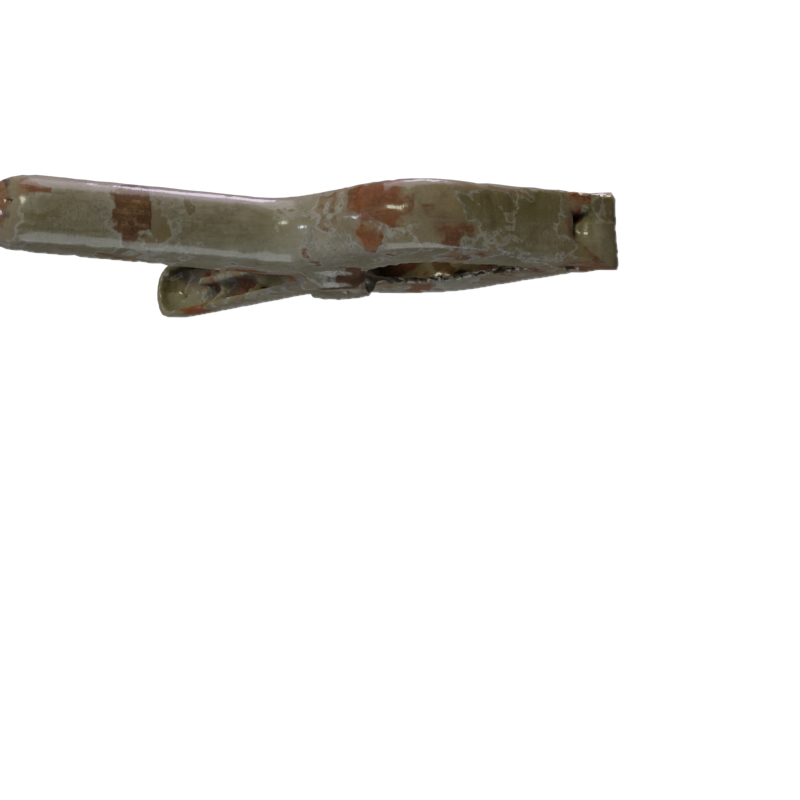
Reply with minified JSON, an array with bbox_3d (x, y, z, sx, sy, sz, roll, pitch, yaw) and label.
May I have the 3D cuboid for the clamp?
[{"bbox_3d":[-0.032,-0.058,0.403,0.215,0.037,0.158,-1,-5,19],"label":"clamp"}]
